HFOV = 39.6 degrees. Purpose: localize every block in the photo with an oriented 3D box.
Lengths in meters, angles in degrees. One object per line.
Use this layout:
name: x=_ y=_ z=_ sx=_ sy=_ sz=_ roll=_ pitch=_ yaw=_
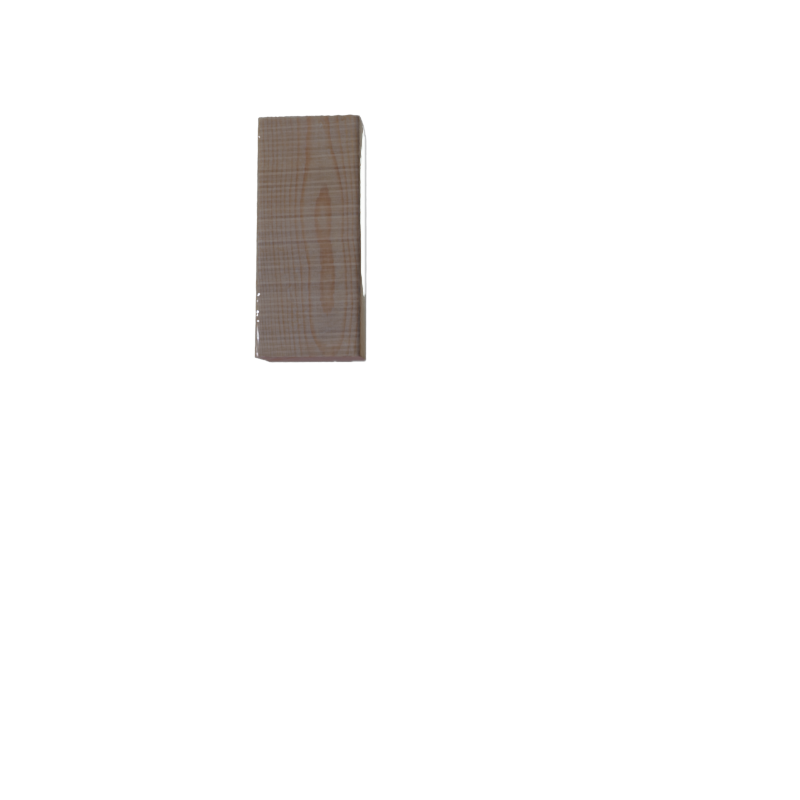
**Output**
block: x=-0.076 y=-0.139 z=0.974 sx=0.091 sy=0.210 sz=0.088 roll=-1 pitch=-8 yaw=4
